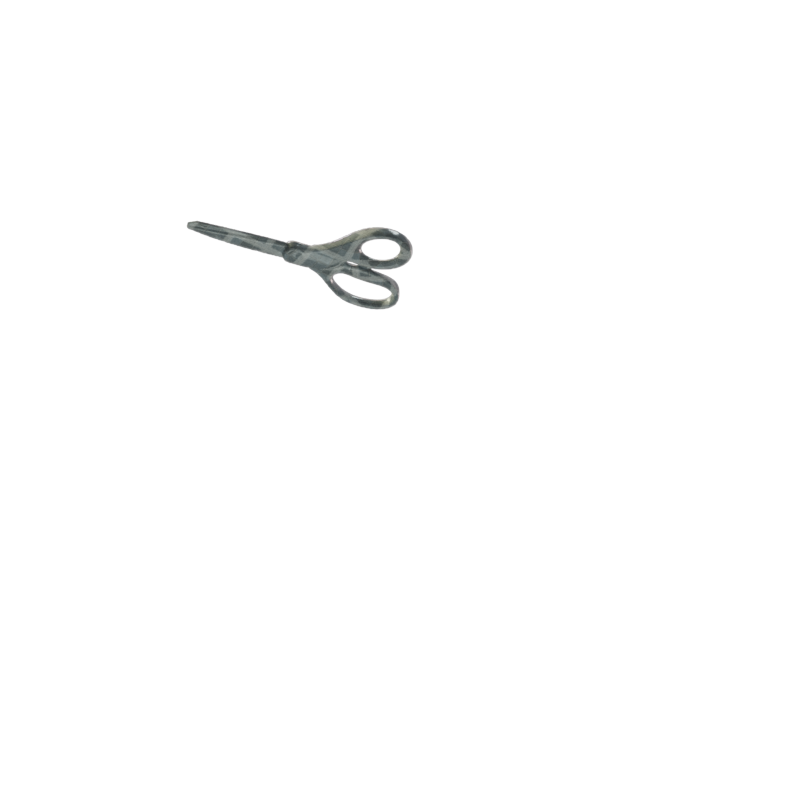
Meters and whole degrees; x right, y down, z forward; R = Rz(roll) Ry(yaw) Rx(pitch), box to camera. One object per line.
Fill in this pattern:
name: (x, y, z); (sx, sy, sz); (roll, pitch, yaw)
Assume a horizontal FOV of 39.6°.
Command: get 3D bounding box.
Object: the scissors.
scissors: (-0.076, -0.138, 0.968); (0.193, 0.017, 0.094); (27, -53, -22)
